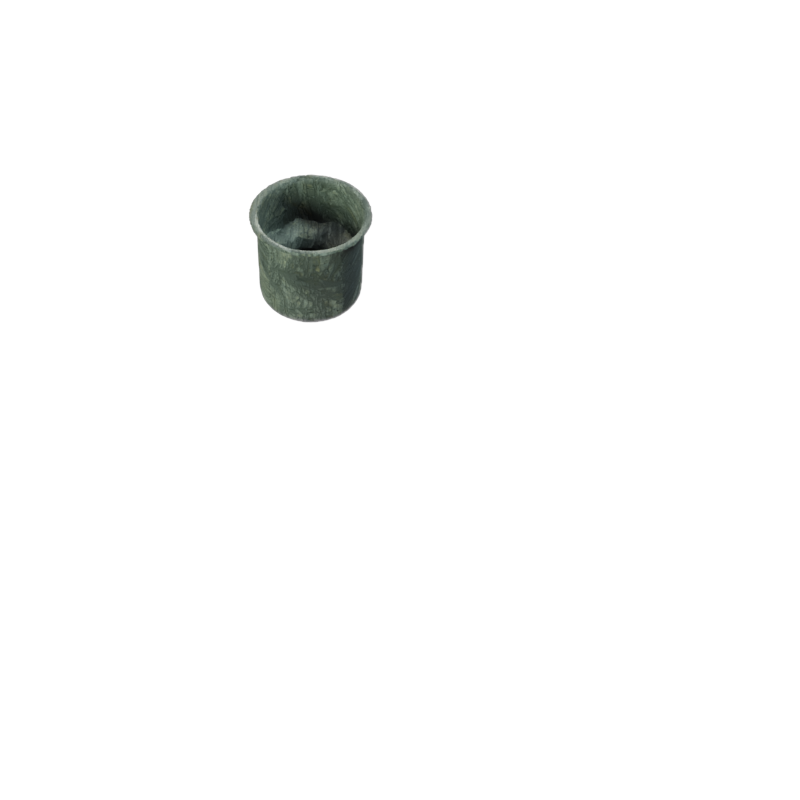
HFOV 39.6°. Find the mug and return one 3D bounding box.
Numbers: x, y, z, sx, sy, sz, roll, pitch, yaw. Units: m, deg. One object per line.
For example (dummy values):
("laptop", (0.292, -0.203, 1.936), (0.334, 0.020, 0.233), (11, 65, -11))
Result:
("mug", (-0.068, -0.124, 0.870), (0.094, 0.125, 0.076), (6, -43, 4))
